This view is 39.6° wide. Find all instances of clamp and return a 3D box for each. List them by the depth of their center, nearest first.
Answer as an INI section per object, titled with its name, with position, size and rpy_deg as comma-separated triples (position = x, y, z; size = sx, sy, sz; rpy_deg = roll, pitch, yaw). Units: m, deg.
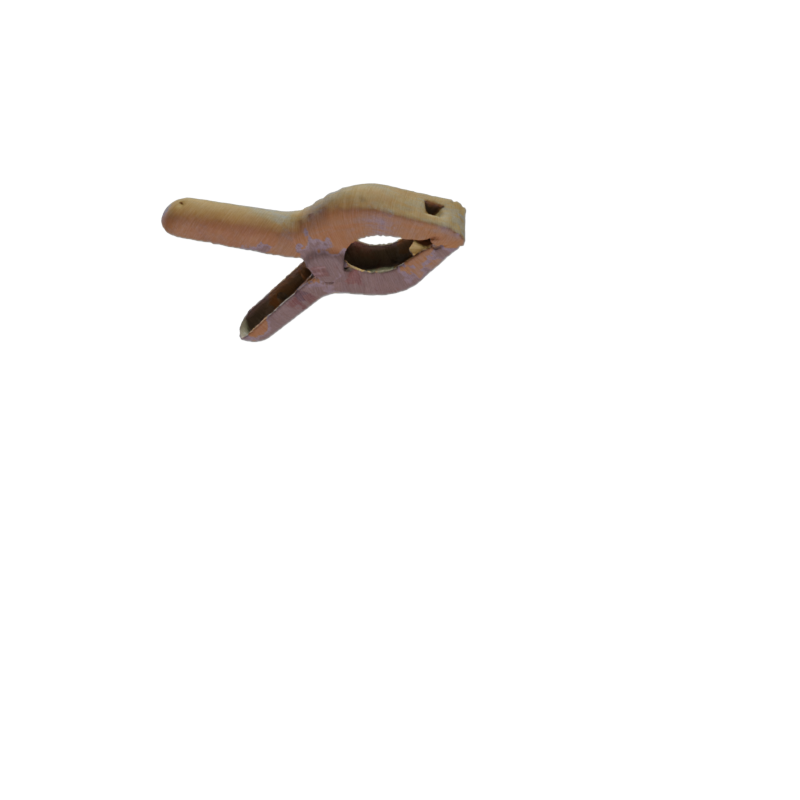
[clamp]
position = -0.050, -0.092, 0.644
size = 0.173, 0.042, 0.111
rpy_deg = -17, -38, 24
